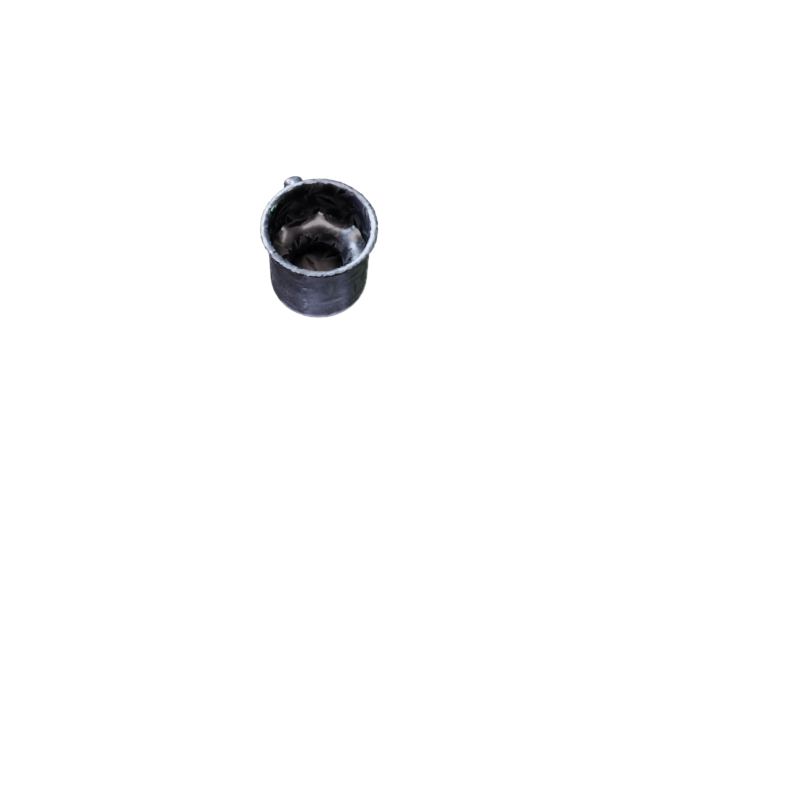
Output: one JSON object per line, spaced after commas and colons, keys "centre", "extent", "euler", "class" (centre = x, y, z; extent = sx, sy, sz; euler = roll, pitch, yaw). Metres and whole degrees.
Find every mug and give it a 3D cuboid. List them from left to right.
{"centre": [-0.071, -0.130, 0.908], "extent": [0.093, 0.125, 0.077], "euler": [-20, -27, -13], "class": "mug"}
